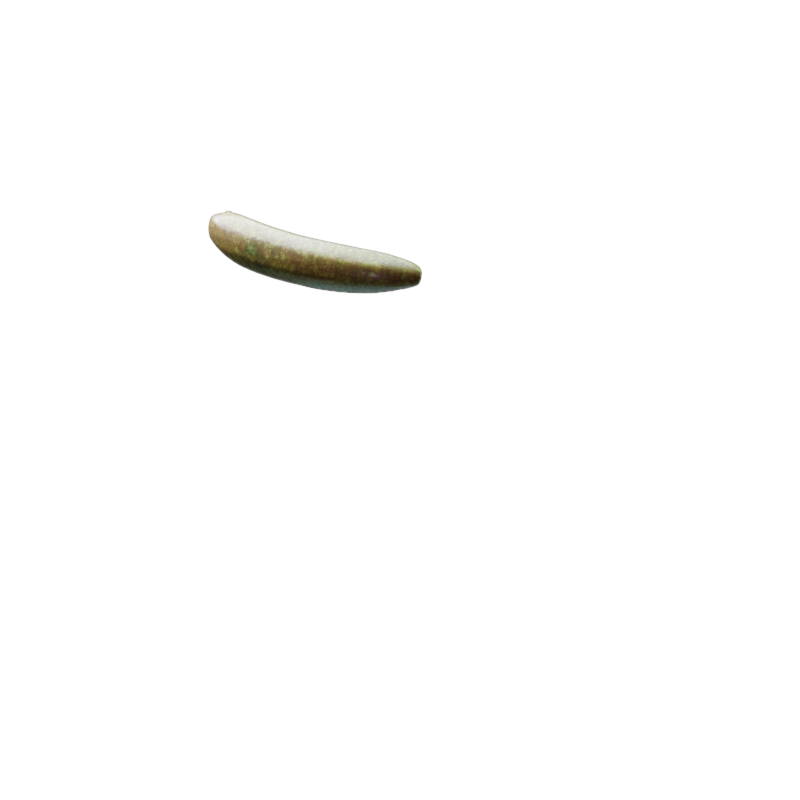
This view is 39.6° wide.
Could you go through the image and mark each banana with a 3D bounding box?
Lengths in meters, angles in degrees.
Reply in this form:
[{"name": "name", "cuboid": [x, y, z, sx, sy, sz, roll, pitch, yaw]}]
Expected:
[{"name": "banana", "cuboid": [-0.082, -0.117, 0.862, 0.209, 0.035, 0.070, 22, 39, 30]}]
